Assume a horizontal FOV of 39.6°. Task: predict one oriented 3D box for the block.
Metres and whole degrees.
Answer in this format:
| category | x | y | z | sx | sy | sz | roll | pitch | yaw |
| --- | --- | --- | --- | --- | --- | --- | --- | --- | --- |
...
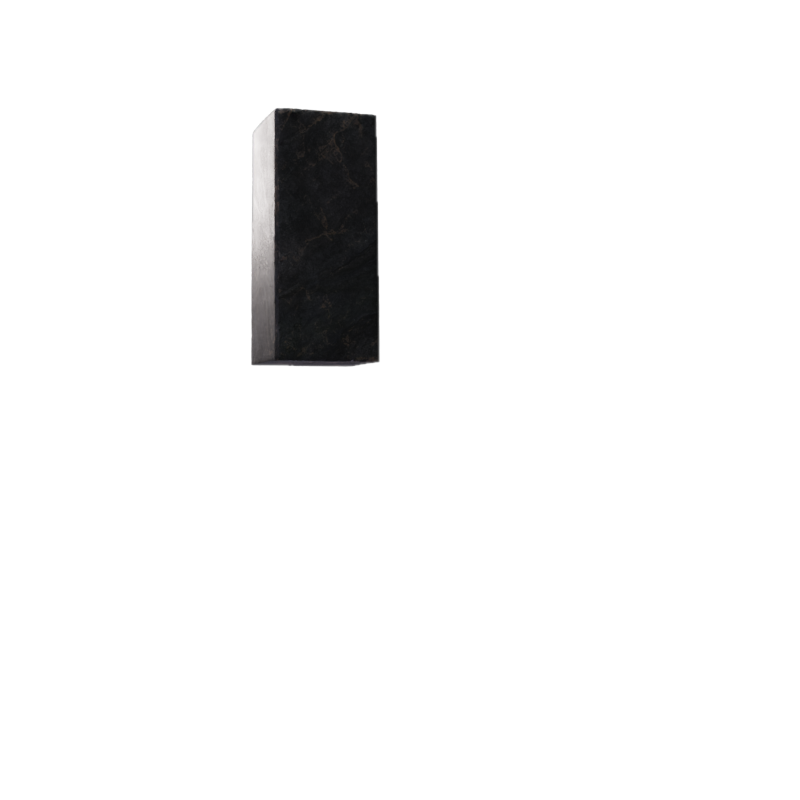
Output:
| category | x | y | z | sx | sy | sz | roll | pitch | yaw |
| --- | --- | --- | --- | --- | --- | --- | --- | --- | --- |
| block | -0.074 | -0.134 | 0.939 | 0.088 | 0.210 | 0.091 | 2 | -8 | -19 |
